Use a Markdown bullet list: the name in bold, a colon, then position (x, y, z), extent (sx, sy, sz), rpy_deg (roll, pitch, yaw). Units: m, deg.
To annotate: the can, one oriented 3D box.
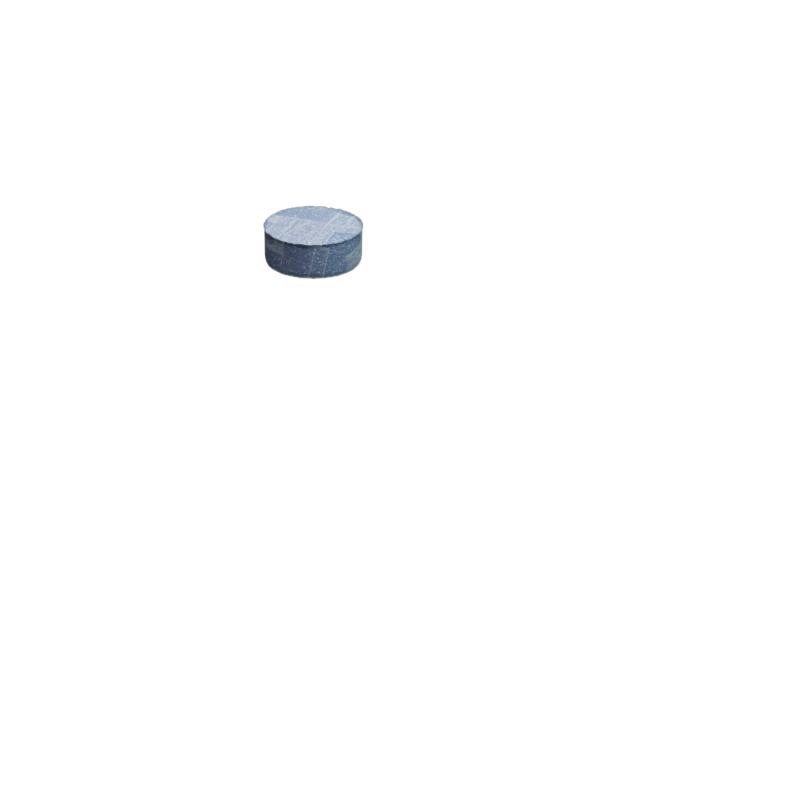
- **can**: position (-0.075, -0.136, 0.956), extent (0.086, 0.032, 0.091), rpy_deg (-1, 29, -2)
